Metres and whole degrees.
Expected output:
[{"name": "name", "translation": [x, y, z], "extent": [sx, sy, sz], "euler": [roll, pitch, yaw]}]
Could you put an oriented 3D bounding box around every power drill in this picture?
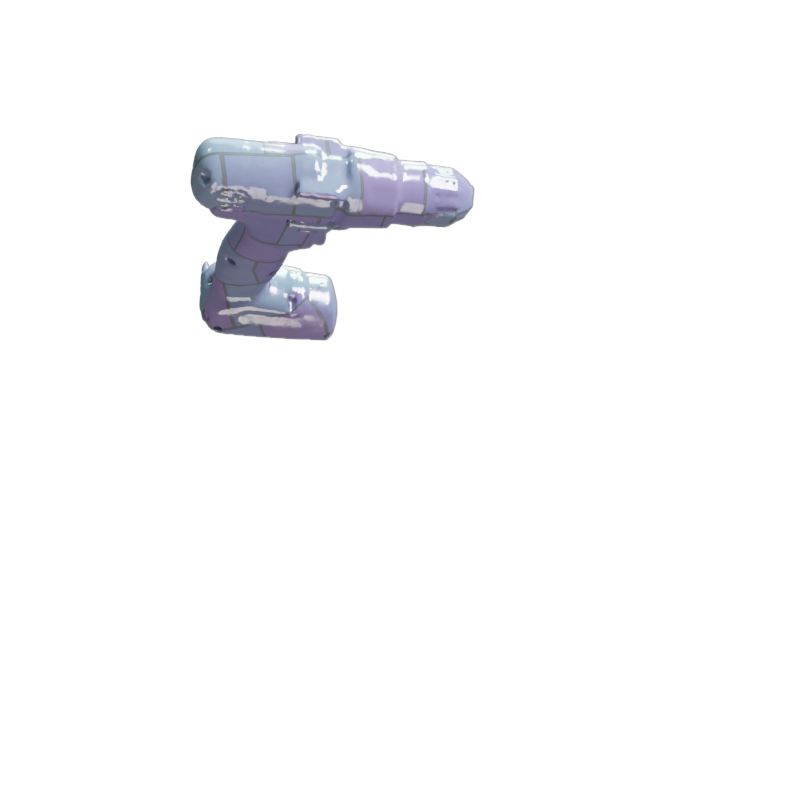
[{"name": "power drill", "translation": [-0.060, -0.110, 0.768], "extent": [0.181, 0.061, 0.179], "euler": [7, -31, -12]}]
